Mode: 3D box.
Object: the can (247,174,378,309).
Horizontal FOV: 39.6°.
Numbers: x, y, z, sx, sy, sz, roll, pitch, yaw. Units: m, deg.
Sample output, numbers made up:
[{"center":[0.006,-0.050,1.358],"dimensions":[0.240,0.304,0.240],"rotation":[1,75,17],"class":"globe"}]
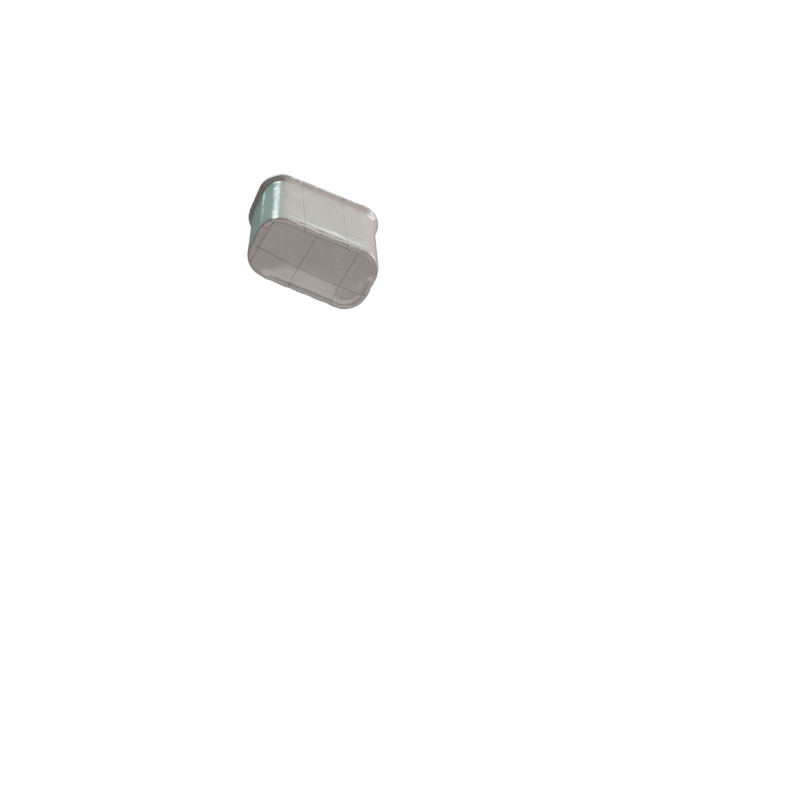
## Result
[{"center":[-0.067,-0.122,0.854],"dimensions":[0.100,0.055,0.089],"rotation":[21,26,-12],"class":"can"}]
